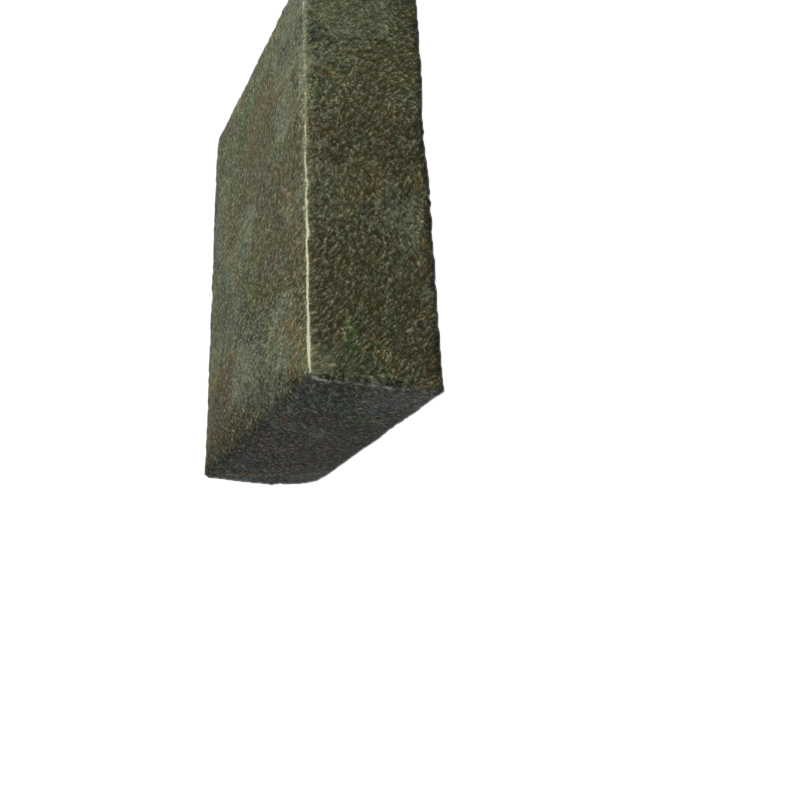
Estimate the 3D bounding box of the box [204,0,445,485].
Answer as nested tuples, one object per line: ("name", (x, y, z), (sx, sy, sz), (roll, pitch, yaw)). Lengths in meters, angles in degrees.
("box", (-0.044, -0.081, 0.568), (0.070, 0.226, 0.160), (9, -26, -22))
